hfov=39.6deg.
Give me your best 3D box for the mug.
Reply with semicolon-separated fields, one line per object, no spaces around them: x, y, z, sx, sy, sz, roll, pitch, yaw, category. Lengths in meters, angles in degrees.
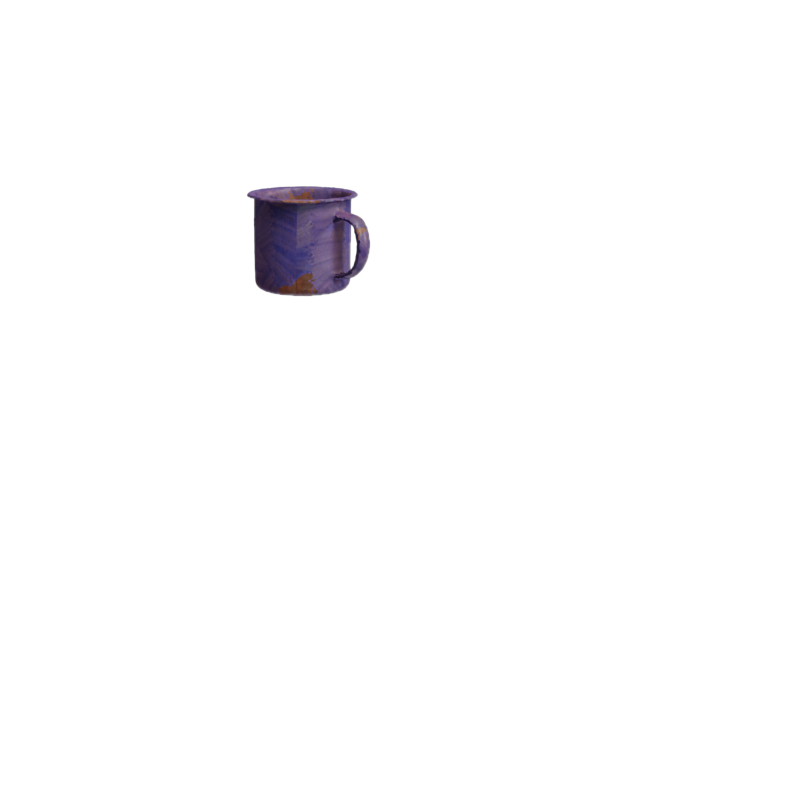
-0.073;-0.133;0.932;0.123;0.079;0.091;12;18;36;mug
